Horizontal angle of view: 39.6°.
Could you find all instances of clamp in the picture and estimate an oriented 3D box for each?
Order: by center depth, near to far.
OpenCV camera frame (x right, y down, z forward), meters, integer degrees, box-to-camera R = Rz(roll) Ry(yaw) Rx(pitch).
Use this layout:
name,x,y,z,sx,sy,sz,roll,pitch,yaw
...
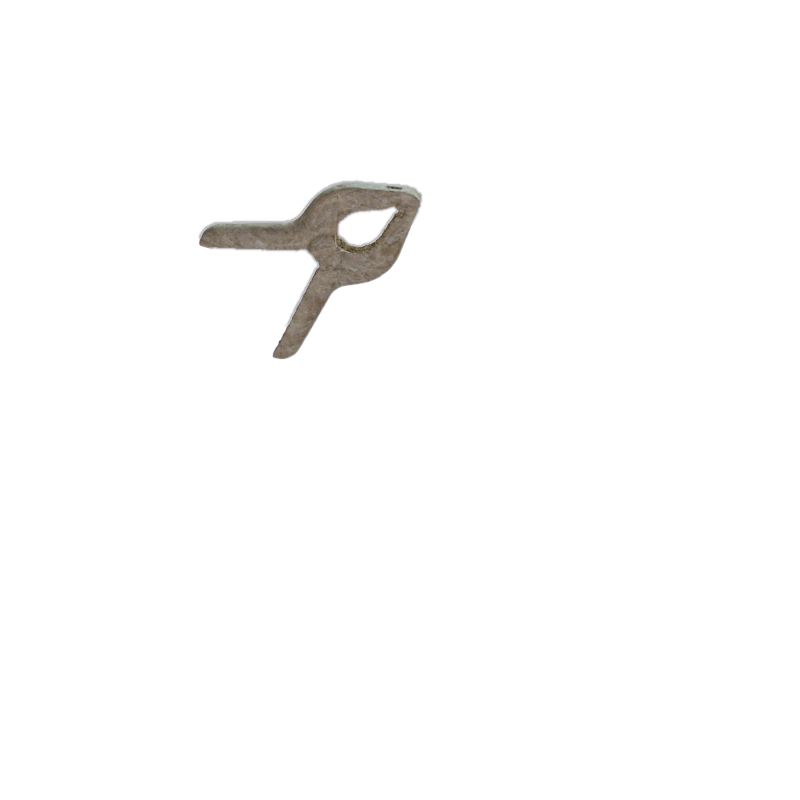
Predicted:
name,x,y,z,sx,sy,sz,roll,pitch,yaw
clamp,-0.067,-0.121,0.850,0.170,0.116,0.041,-38,16,12
